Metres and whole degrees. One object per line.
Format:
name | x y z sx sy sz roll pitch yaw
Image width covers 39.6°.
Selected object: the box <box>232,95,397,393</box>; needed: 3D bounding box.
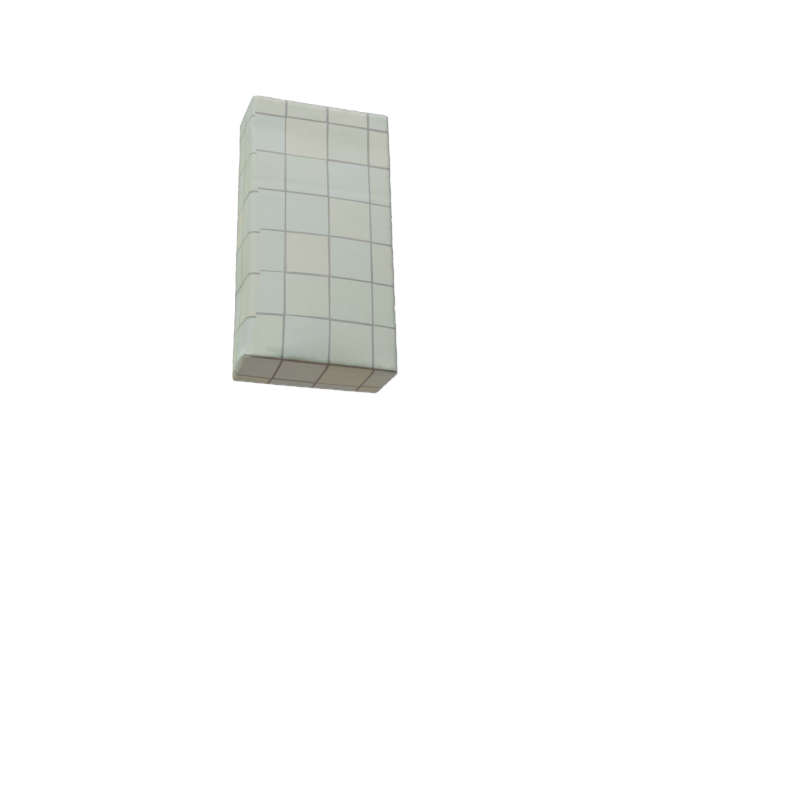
box | -0.053 -0.097 0.681 0.091 0.187 0.046 6 -27 -15
